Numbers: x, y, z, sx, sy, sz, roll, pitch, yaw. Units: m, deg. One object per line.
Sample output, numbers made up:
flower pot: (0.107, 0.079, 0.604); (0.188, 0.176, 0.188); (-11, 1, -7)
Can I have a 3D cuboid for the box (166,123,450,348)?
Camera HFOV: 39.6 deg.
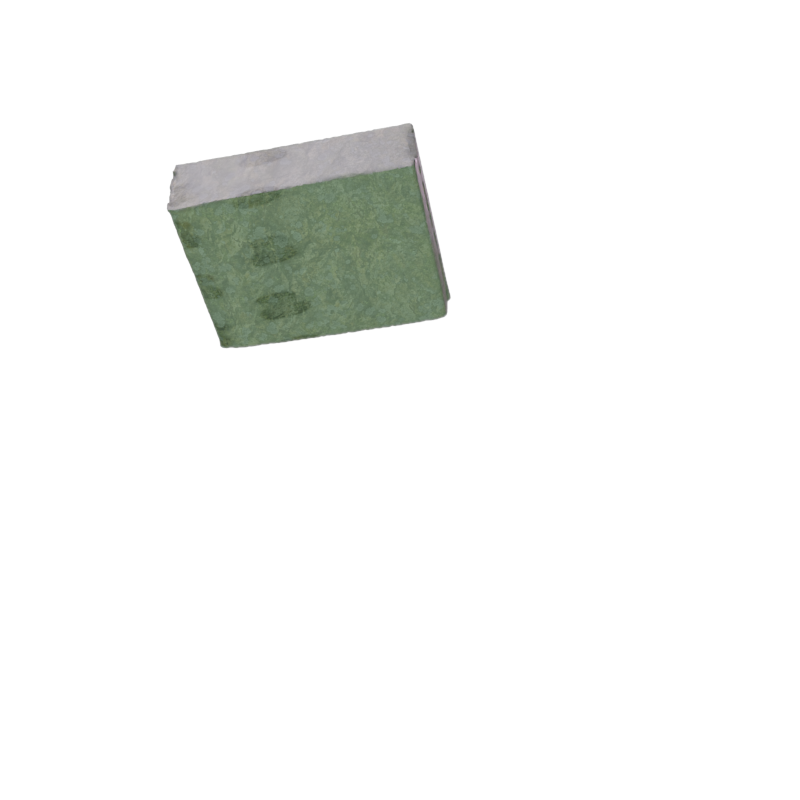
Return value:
box: (-0.040, -0.073, 0.509); (0.114, 0.083, 0.042); (-9, 40, 7)
